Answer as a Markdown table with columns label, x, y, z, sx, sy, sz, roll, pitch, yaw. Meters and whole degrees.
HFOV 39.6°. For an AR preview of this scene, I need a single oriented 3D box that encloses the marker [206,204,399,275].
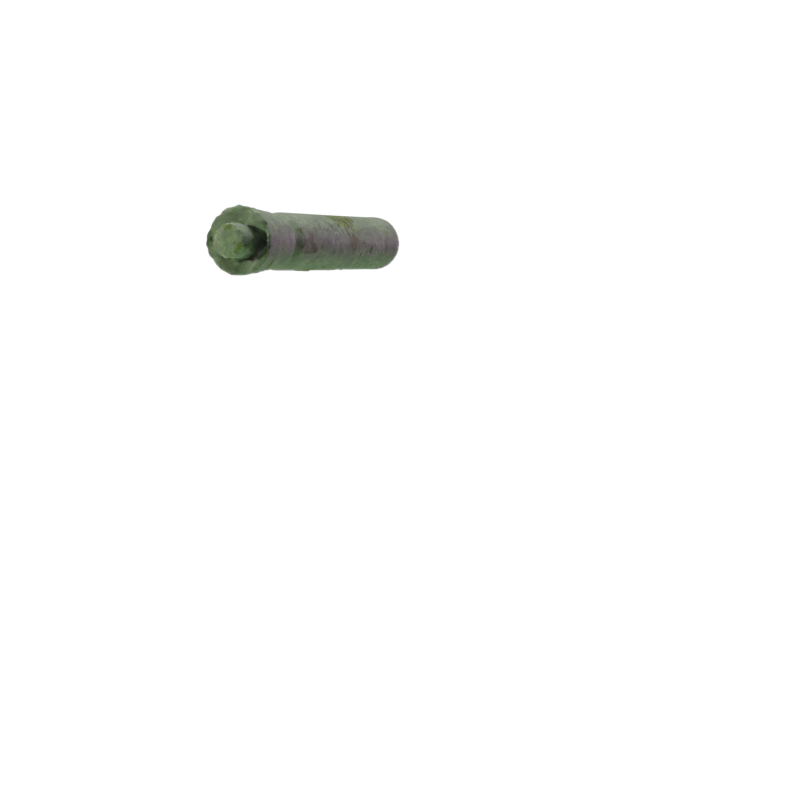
| label | x | y | z | sx | sy | sz | roll | pitch | yaw |
| --- | --- | --- | --- | --- | --- | --- | --- | --- | --- |
| marker | -0.027 | -0.049 | 0.344 | 0.020 | 0.020 | 0.119 | 1 | 8 | 18 |
